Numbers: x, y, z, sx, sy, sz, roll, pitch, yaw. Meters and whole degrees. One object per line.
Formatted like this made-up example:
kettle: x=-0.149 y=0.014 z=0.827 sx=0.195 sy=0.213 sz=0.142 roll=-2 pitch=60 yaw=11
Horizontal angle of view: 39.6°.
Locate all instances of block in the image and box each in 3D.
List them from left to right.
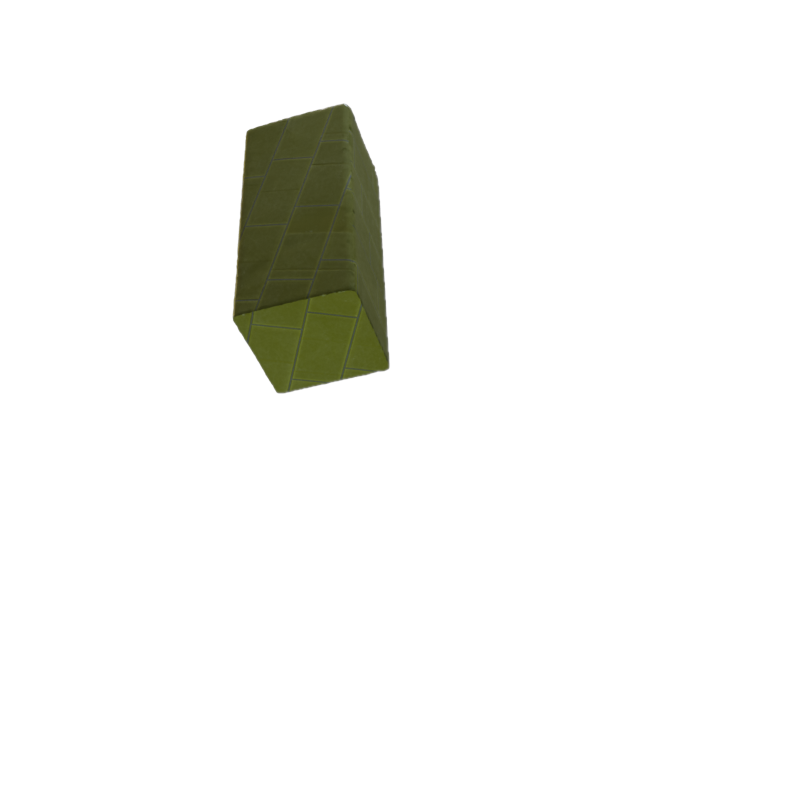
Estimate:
block: x=-0.066 y=-0.121 z=0.846 sx=0.091 sy=0.221 sz=0.084 roll=-14 pitch=-43 yaw=11
